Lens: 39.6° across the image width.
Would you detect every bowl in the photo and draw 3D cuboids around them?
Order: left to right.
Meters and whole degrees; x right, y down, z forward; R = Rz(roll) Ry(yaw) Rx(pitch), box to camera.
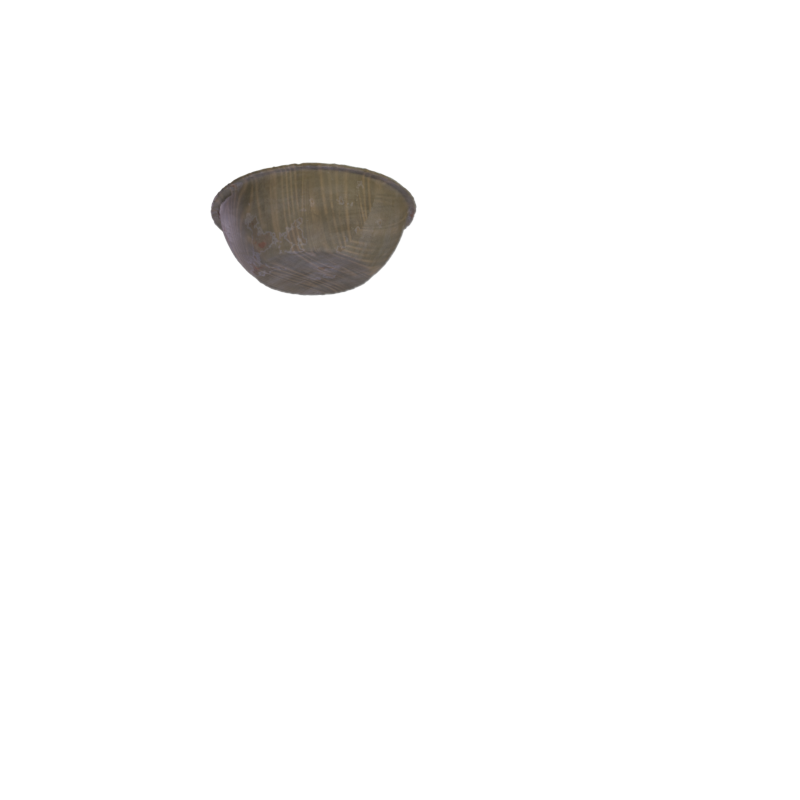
[{"bbox_3d":[-0.067,-0.123,0.862,0.162,0.058,0.155,0,-18,-2],"label":"bowl"}]
